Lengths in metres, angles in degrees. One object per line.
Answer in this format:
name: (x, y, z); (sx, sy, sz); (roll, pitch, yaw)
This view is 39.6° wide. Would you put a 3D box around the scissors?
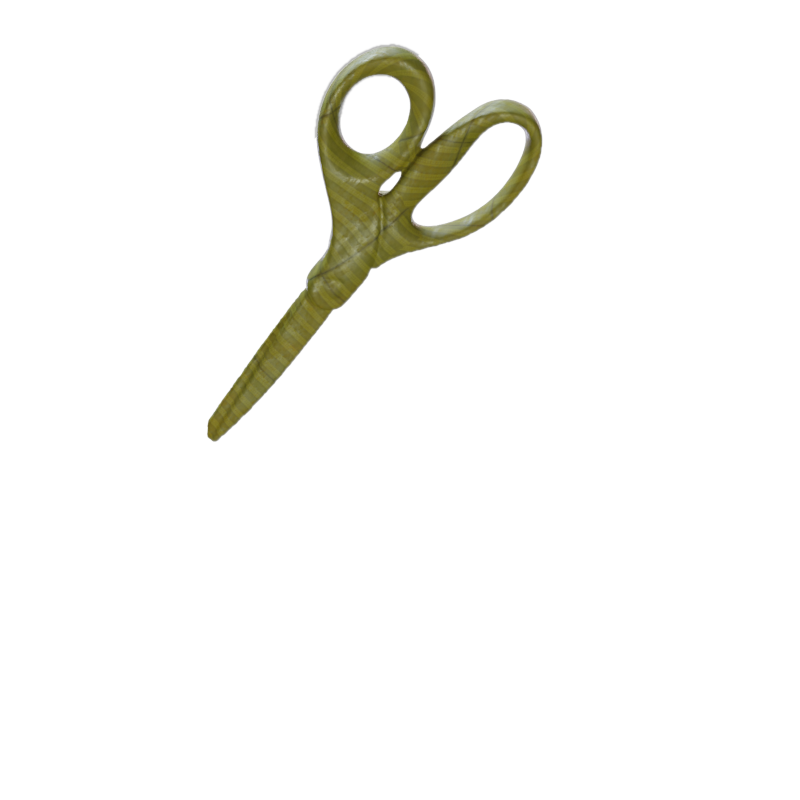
scissors: (-0.036, -0.065, 0.455); (0.200, 0.091, 0.017); (-35, 23, 18)
